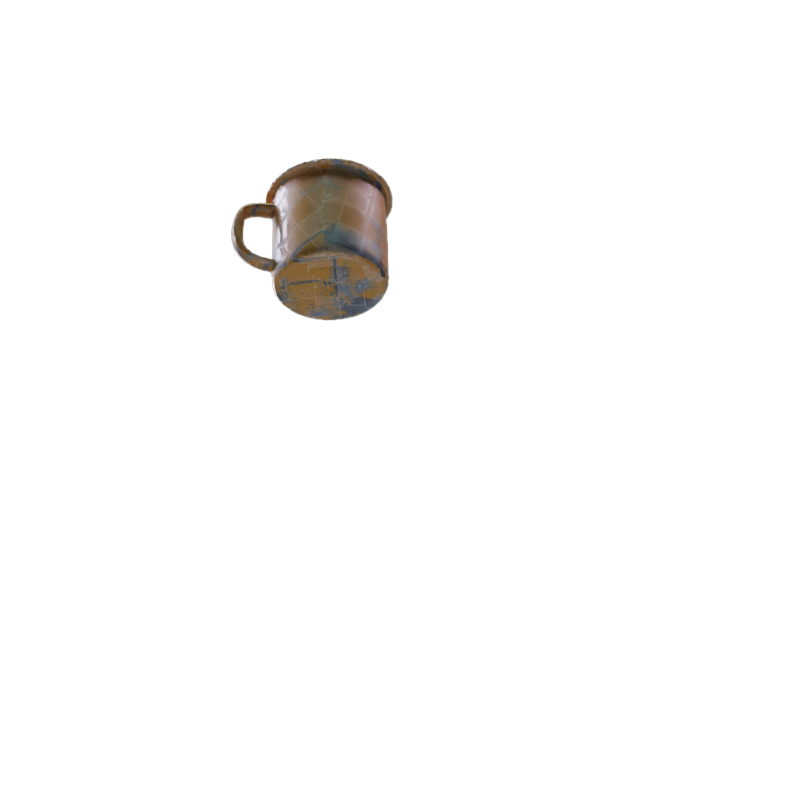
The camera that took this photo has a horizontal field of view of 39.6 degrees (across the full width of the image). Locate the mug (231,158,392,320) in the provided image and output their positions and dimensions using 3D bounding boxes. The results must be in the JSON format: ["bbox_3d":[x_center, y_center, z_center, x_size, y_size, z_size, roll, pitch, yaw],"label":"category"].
[{"bbox_3d":[-0.062,-0.112,0.786,0.115,0.087,0.088,7,-36,-12],"label":"mug"}]
